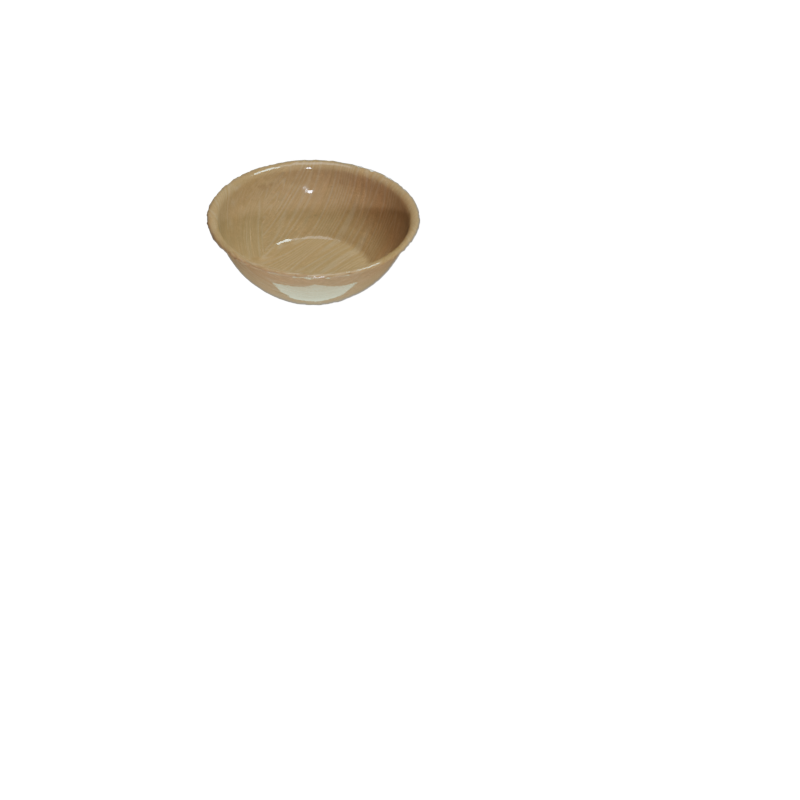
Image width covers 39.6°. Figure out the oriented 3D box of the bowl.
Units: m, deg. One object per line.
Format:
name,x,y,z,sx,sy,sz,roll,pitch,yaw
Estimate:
bowl,-0.067,-0.122,0.854,0.162,0.051,0.174,-1,39,-2
